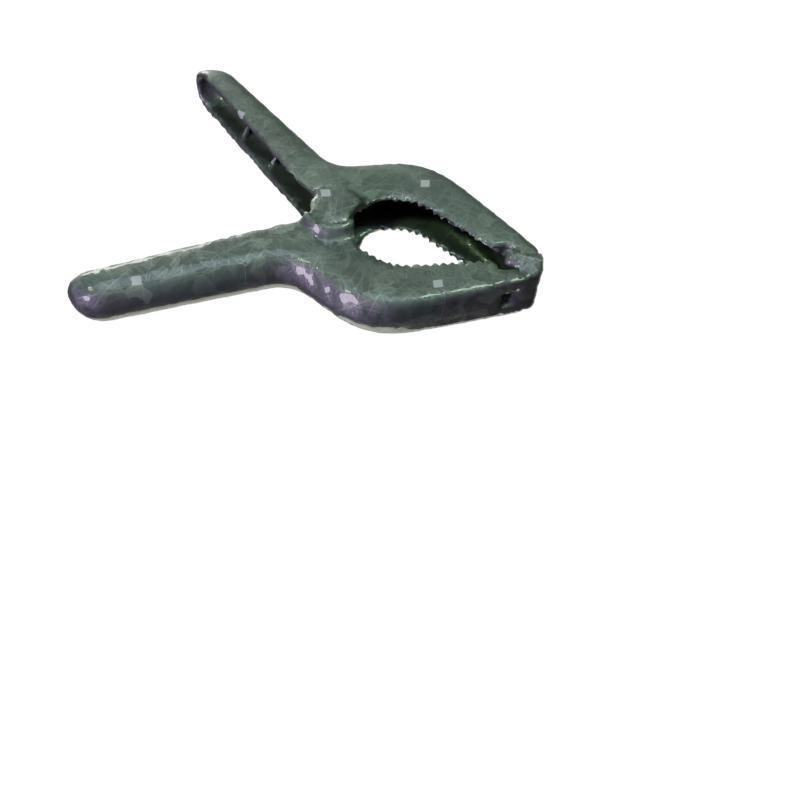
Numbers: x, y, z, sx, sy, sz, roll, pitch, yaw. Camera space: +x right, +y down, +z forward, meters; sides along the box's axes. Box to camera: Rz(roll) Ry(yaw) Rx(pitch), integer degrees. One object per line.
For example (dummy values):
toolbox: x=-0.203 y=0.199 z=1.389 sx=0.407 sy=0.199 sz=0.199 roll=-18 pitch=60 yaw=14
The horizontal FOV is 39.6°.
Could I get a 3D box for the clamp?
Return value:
clamp: x=-0.041 y=-0.075 z=0.527 sx=0.216 sy=0.171 sz=0.034 roll=20 pitch=-34 yaw=14
